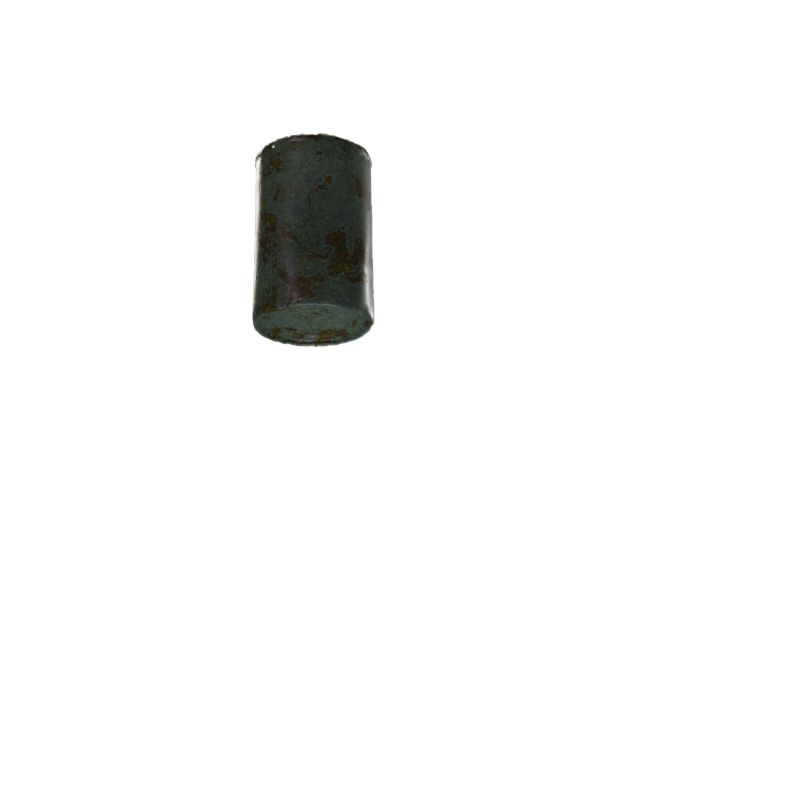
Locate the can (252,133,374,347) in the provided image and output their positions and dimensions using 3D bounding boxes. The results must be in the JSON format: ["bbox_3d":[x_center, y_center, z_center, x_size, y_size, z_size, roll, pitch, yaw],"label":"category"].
[{"bbox_3d":[-0.049,-0.089,0.622,0.068,0.108,0.065,0,-22,-2],"label":"can"}]
